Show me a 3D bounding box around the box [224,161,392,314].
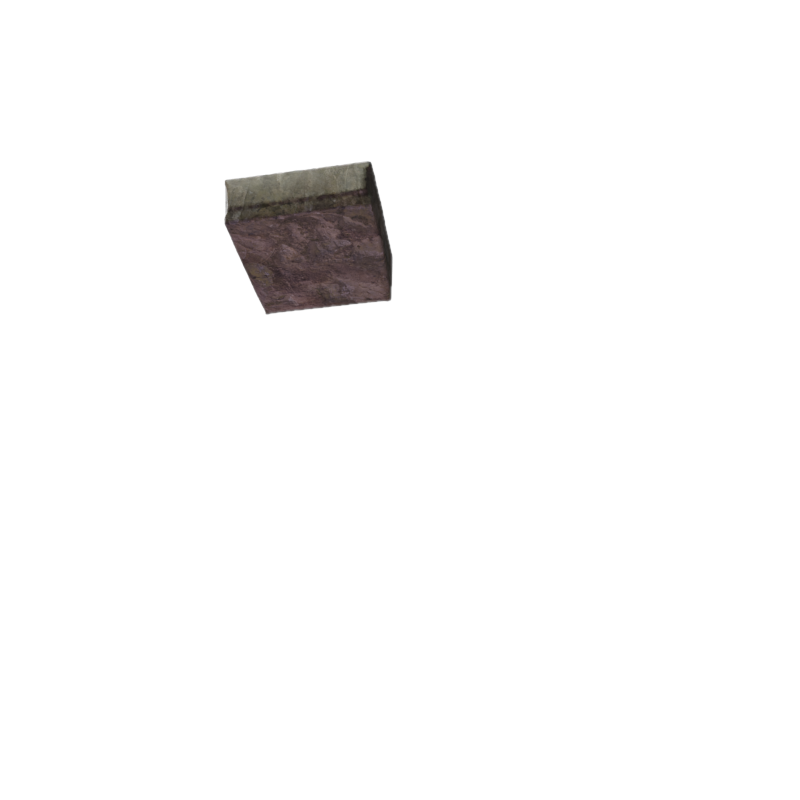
[{"bbox_3d":[-0.054,-0.099,0.696,0.090,0.041,0.105,-5,-31,7],"label":"box"}]
